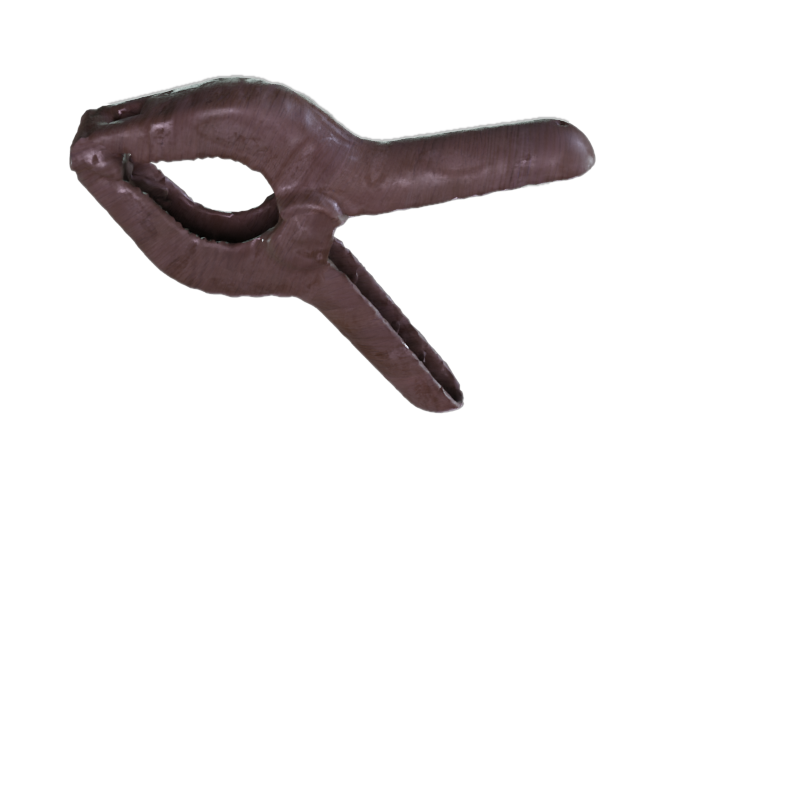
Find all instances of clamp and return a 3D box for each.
[{"bbox_3d":[-0.030,-0.055,0.386,0.170,0.115,0.041,11,23,-5],"label":"clamp"}]
